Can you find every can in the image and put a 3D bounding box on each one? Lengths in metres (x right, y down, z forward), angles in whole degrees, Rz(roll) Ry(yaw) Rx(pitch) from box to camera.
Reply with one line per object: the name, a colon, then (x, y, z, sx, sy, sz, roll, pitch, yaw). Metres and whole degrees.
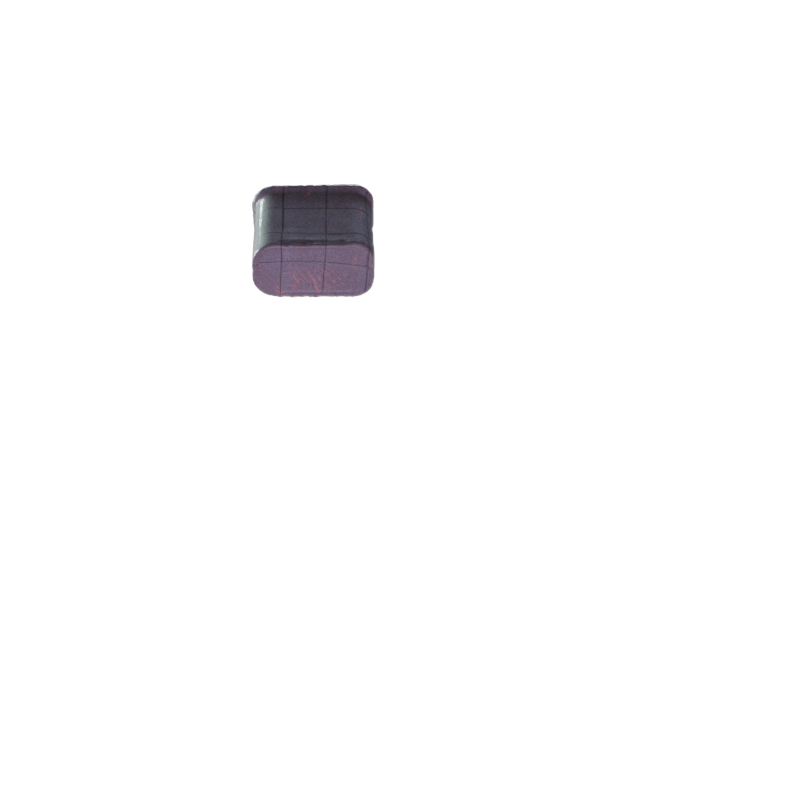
can: (-0.071, -0.129, 0.900, 0.102, 0.054, 0.090, -1, 40, -1)
